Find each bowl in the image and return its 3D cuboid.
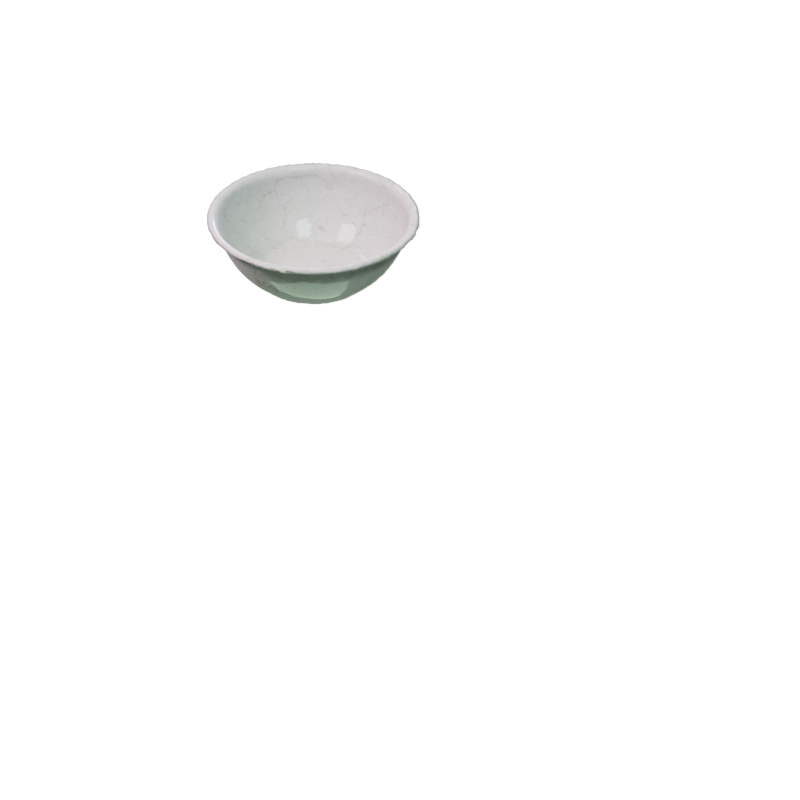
[{"bbox_3d":[-0.067,-0.122,0.855,0.162,0.051,0.173,-1,38,-2],"label":"bowl"}]
